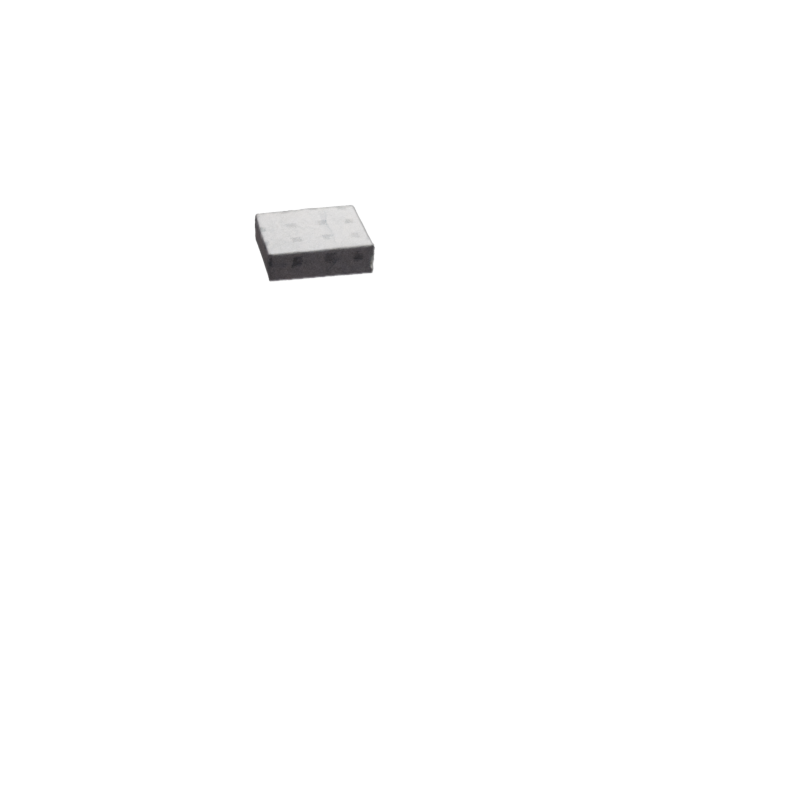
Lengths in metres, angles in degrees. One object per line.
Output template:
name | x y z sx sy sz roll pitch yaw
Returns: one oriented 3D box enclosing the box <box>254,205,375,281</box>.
box | -0.072 -0.132 0.924 0.088 0.028 0.079 -7 35 -11
